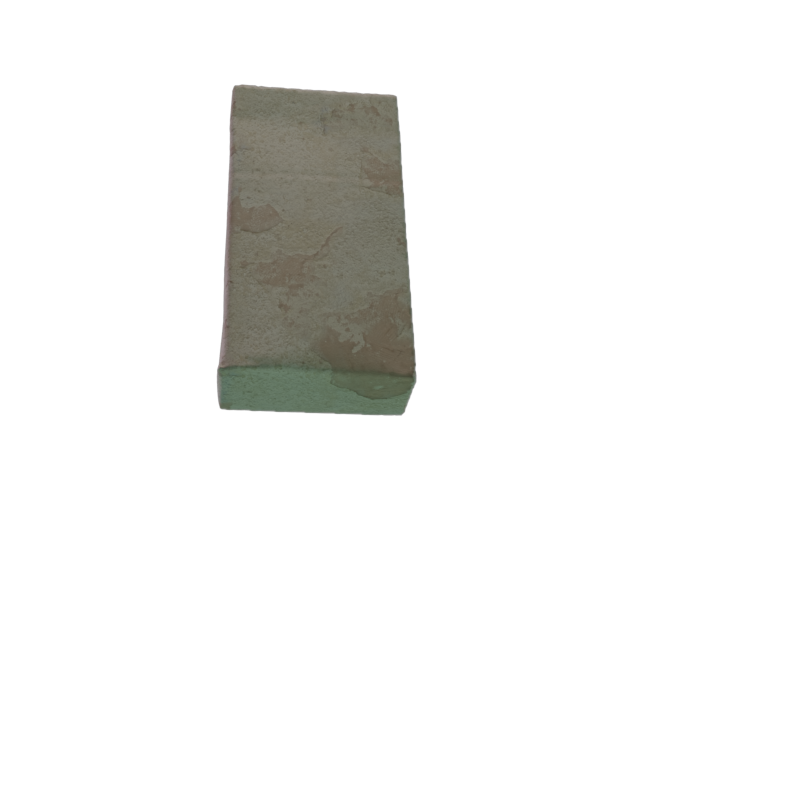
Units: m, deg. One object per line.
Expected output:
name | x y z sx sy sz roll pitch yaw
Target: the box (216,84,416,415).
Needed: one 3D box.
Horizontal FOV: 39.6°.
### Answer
box | -0.044 -0.081 0.570 0.092 0.188 0.045 2 -34 -7
